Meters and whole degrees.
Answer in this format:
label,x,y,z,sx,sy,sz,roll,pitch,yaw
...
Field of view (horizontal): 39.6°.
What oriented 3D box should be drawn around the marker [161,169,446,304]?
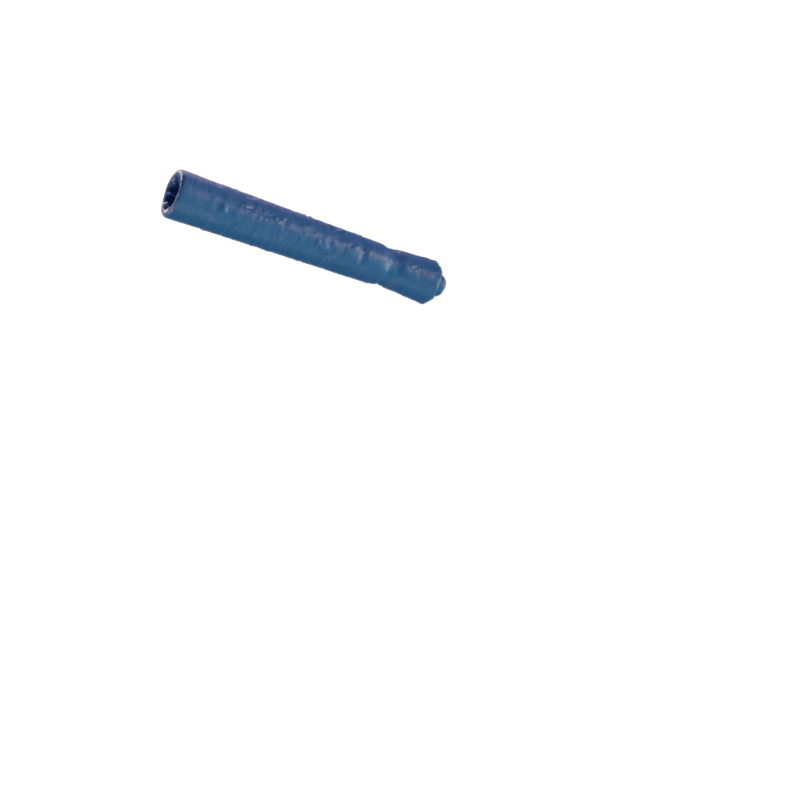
label,x,y,z,sx,sy,sz,roll,pitch,yaw
marker,-0.034,-0.061,0.431,0.116,0.020,0.020,16,-4,-25
